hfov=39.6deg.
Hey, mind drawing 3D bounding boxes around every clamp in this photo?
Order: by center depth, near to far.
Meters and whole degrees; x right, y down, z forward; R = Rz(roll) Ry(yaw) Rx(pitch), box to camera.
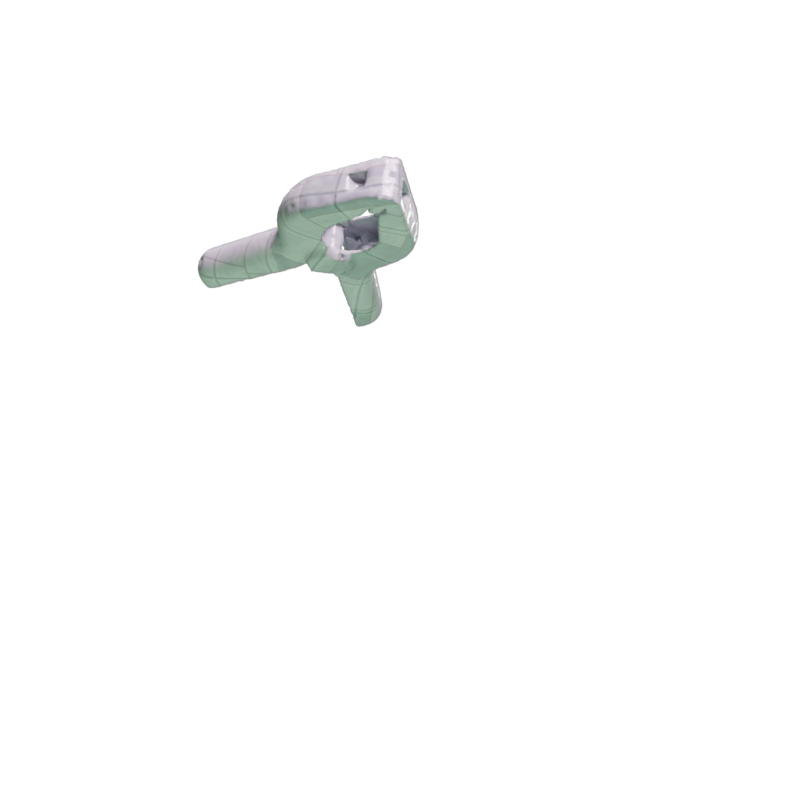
[{"bbox_3d":[-0.050,-0.092,0.642,0.118,0.041,0.165,6,-24,-14],"label":"clamp"}]
